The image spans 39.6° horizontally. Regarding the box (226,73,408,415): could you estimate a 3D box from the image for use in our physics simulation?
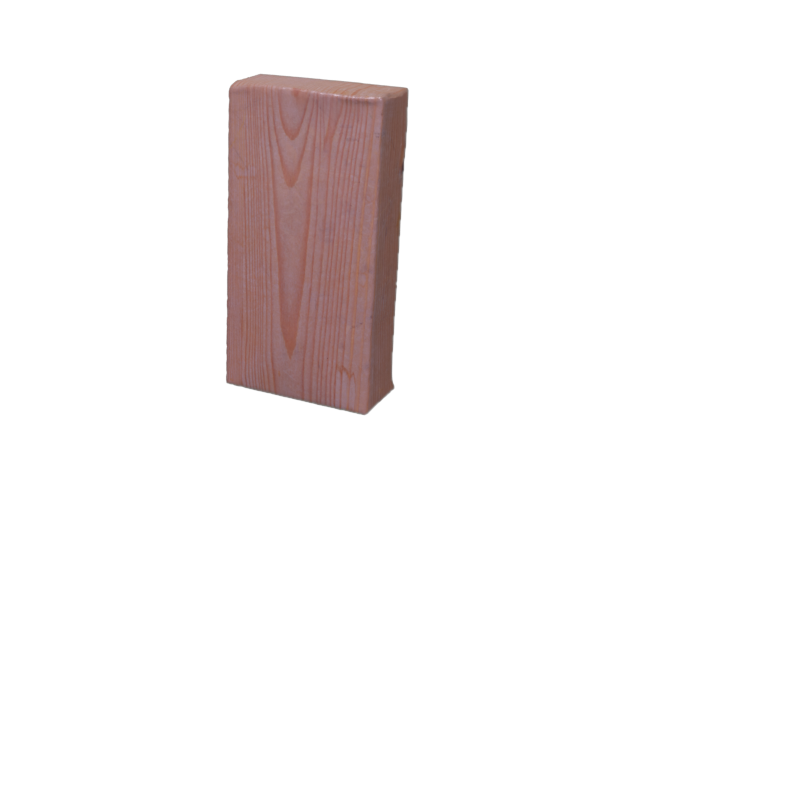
[{"bbox_3d":[-0.048,-0.088,0.614,0.097,0.169,0.048,10,21,23],"label":"box"}]
